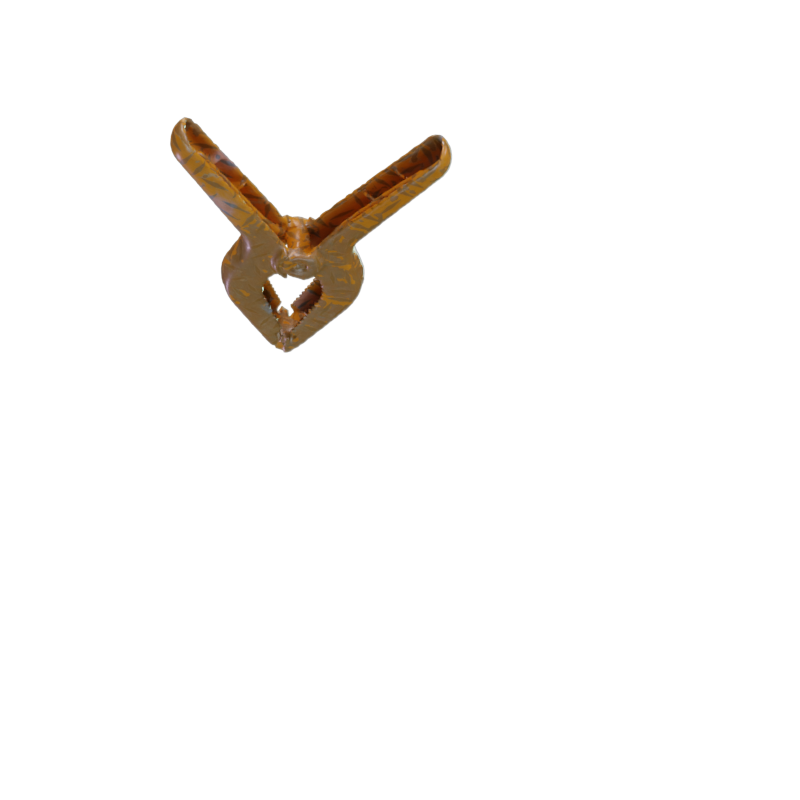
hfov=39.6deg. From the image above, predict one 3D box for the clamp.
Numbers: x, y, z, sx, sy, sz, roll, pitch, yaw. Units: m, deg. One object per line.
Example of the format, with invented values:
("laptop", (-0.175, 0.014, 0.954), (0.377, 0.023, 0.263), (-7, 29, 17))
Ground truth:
("clamp", (-0.056, -0.102, 0.712), (0.164, 0.039, 0.196), (1, -35, -2))
